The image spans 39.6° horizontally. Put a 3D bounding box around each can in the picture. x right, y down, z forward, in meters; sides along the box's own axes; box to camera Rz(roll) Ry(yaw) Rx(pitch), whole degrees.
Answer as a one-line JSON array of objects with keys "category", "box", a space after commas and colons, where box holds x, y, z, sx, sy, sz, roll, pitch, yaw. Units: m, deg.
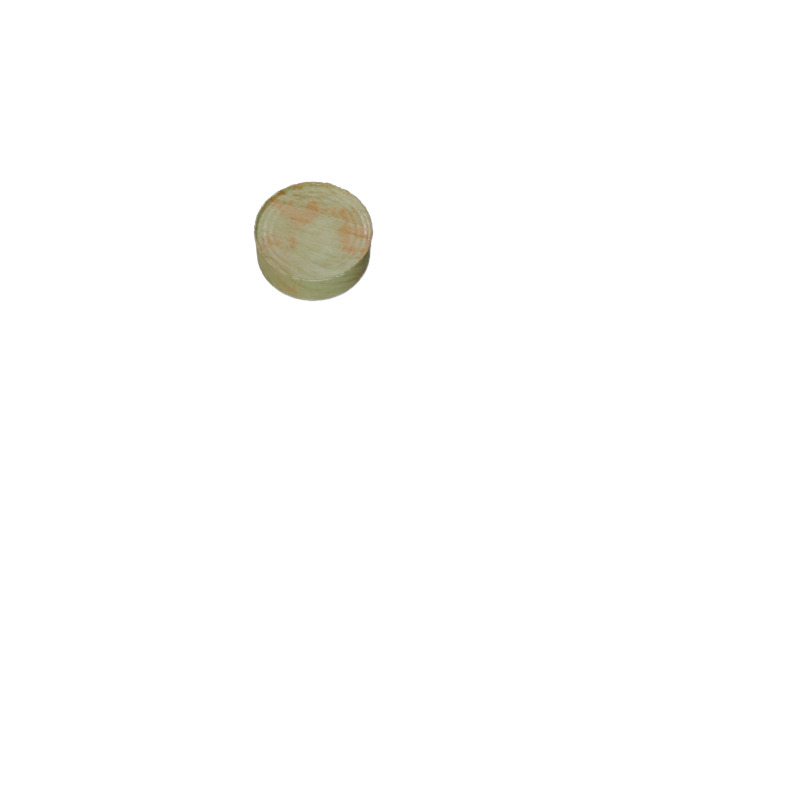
[{"category": "can", "box": [-0.063, -0.116, 0.809, 0.086, 0.092, 0.031, -1, -31, -1]}]
